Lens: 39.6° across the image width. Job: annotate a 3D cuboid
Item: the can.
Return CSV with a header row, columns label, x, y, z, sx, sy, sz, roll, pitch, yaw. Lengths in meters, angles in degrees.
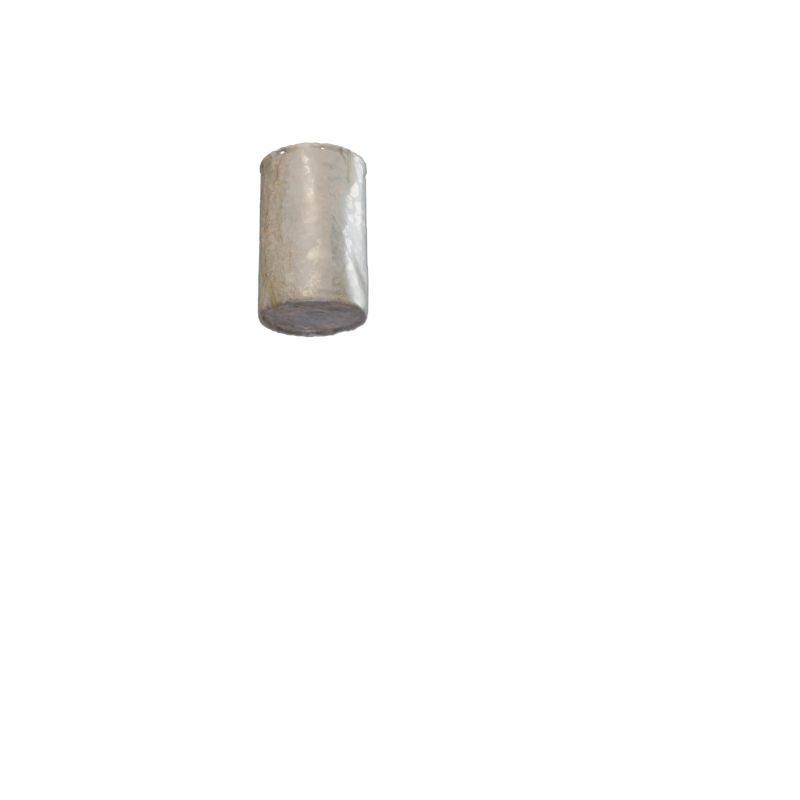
label,x,y,z,sx,sy,sz,roll,pitch,yaw
can,-0.053,-0.097,0.680,0.068,0.107,0.065,0,-21,-2
